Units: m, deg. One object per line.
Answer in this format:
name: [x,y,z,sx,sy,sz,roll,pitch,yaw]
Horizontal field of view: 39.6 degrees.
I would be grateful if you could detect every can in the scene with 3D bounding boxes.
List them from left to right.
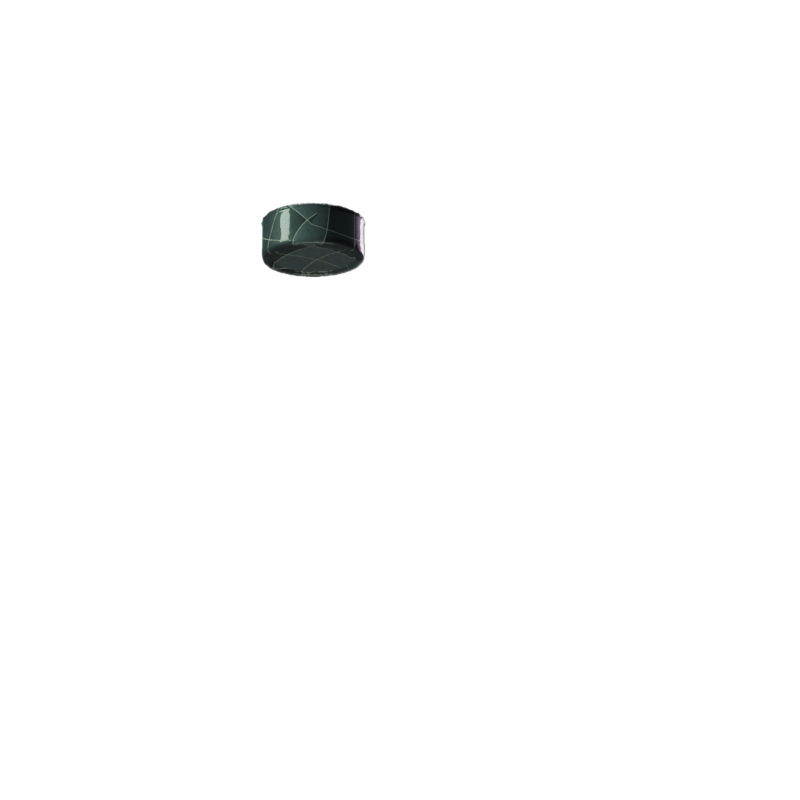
can: [-0.071,-0.130,0.909,0.086,0.035,0.082,0,-15,-2]
